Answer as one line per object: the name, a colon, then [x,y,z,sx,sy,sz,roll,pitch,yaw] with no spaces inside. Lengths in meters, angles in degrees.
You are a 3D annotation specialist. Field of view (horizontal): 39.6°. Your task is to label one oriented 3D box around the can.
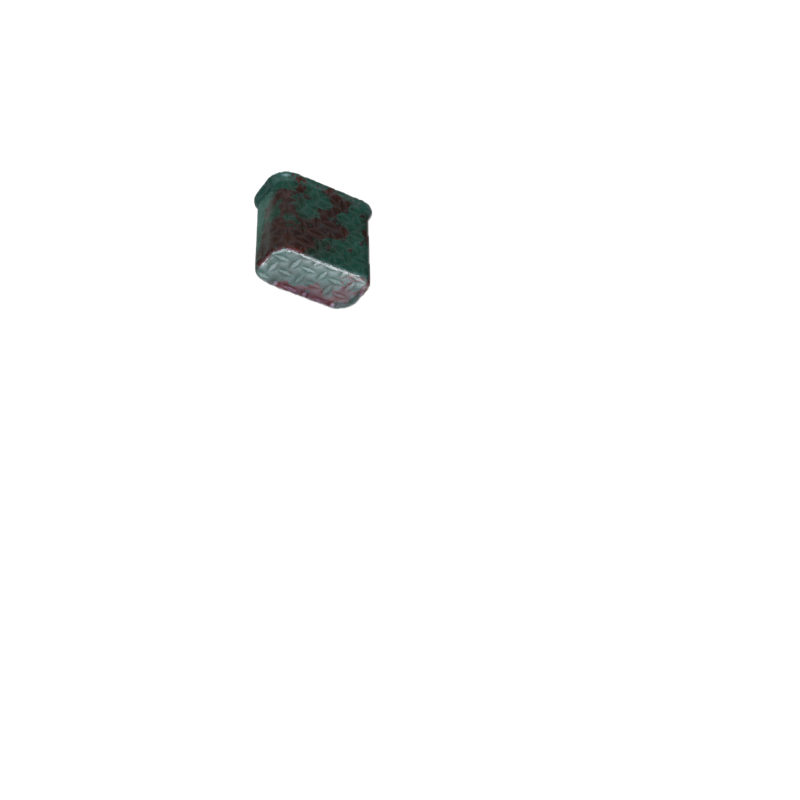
can: [-0.074,-0.134,0.941,0.097,0.090,0.056,19,-42,-25]
